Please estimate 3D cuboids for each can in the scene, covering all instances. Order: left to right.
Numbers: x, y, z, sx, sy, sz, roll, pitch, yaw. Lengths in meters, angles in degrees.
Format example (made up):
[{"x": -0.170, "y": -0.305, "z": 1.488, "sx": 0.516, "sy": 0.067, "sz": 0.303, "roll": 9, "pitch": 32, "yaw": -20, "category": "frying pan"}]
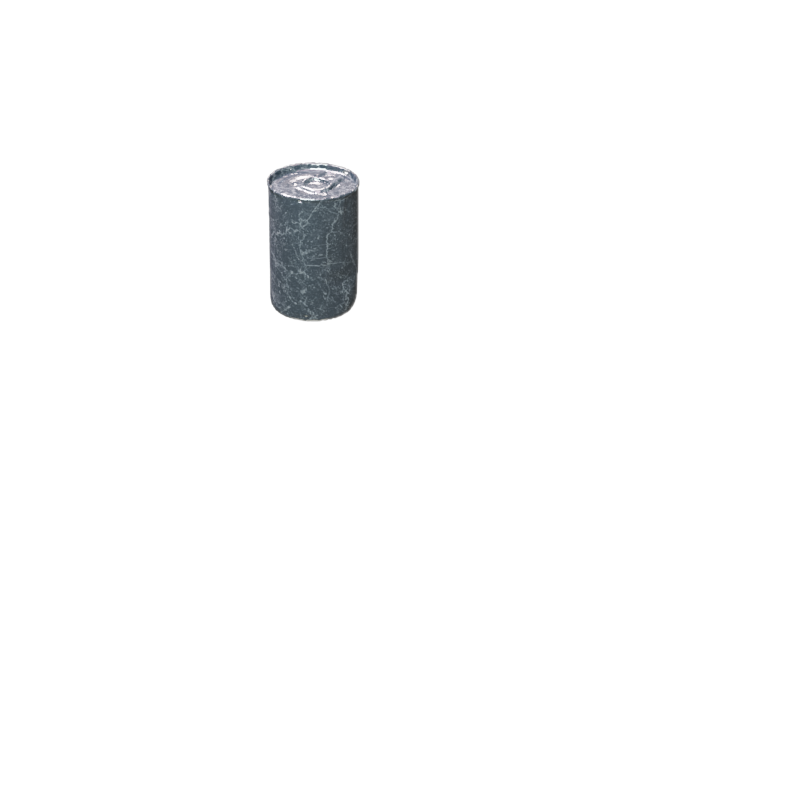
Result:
[{"x": -0.065, "y": -0.119, "z": 0.834, "sx": 0.068, "sy": 0.096, "sz": 0.073, "roll": 0, "pitch": 30, "yaw": -2, "category": "can"}]
